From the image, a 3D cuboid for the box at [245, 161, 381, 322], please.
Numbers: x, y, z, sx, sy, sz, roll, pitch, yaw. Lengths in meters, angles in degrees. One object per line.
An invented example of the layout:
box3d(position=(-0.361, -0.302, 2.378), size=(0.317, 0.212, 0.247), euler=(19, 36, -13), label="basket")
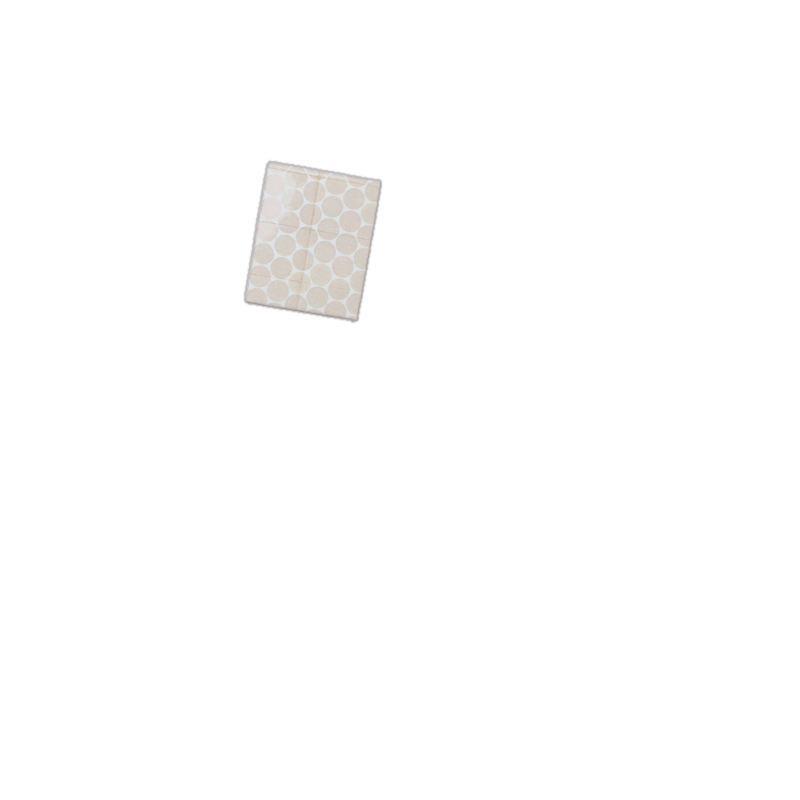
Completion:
box3d(position=(-0.068, -0.124, 0.868), size=(0.090, 0.113, 0.039), euler=(9, 0, -1), label="box")
